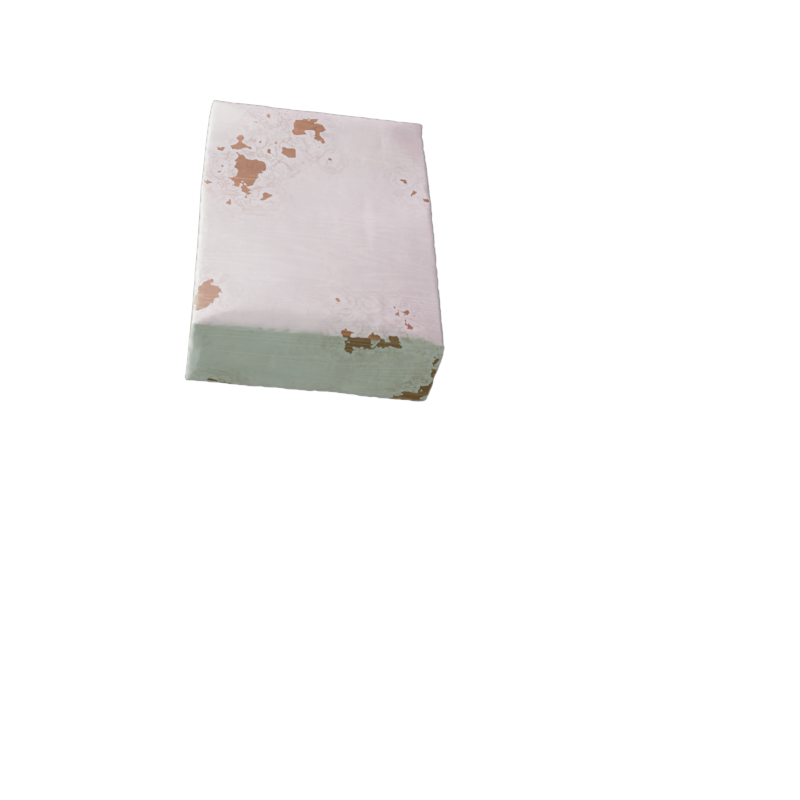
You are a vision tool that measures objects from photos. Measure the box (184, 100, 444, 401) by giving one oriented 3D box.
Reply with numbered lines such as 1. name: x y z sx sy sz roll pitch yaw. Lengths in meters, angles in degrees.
1. box: -0.061 -0.111 0.777 0.162 0.229 0.068 4 -39 -9
